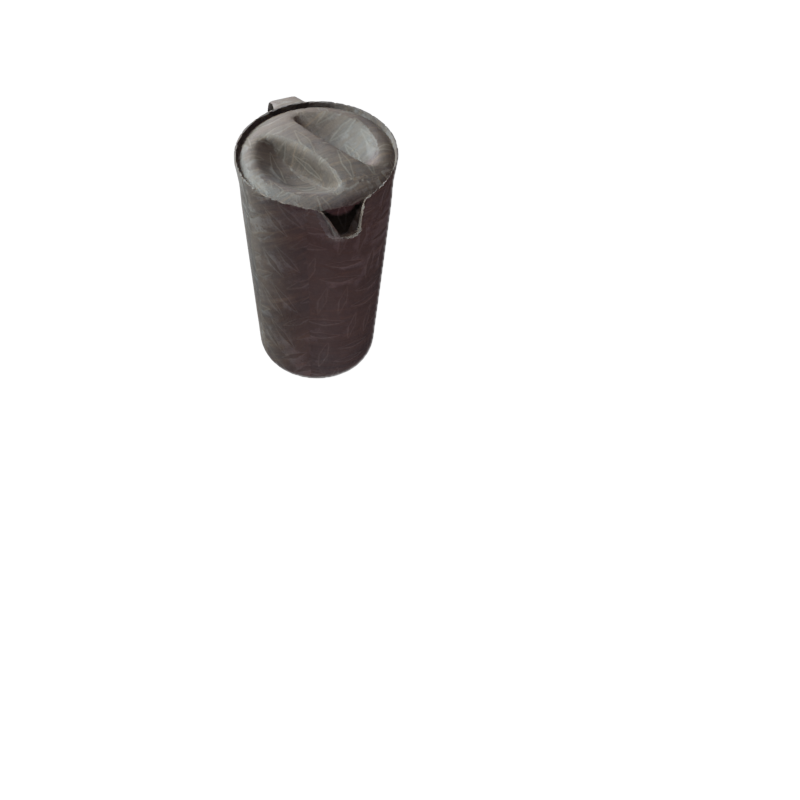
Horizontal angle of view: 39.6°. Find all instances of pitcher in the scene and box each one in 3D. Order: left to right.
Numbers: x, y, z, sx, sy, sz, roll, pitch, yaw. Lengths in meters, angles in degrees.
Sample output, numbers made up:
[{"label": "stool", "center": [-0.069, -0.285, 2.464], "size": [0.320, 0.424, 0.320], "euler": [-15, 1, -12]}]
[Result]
[{"label": "pitcher", "center": [-0.077, -0.140, 0.983], "size": [0.149, 0.155, 0.226], "euler": [19, -39, 13]}]
